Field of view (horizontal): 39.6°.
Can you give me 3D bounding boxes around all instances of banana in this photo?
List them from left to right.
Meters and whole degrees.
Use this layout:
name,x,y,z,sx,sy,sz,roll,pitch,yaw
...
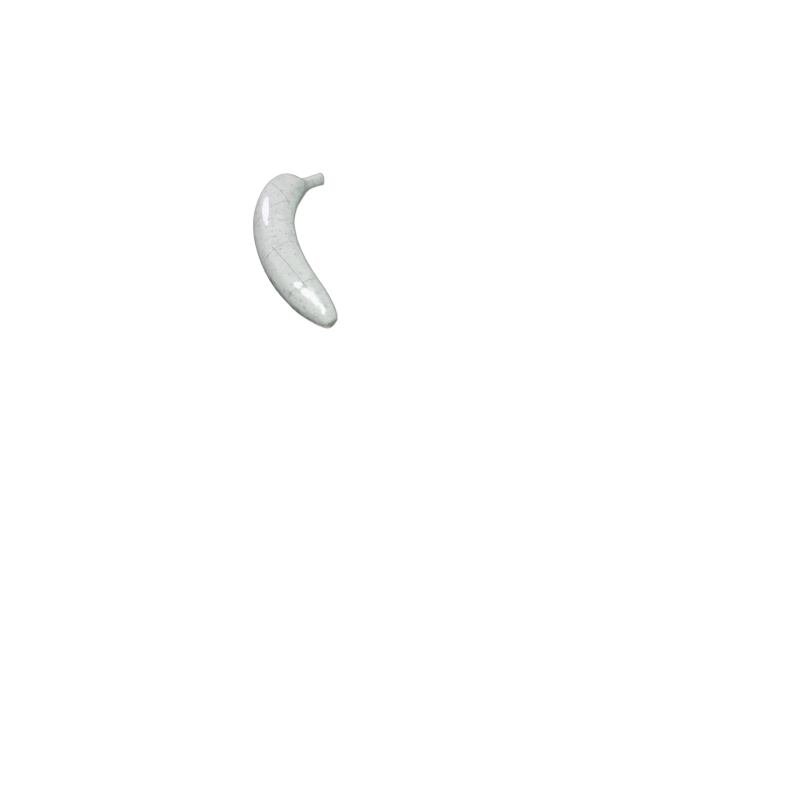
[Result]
name,x,y,z,sx,sy,sz,roll,pitch,yaw
banana,-0.096,-0.143,0.986,0.069,0.213,0.034,-4,-41,-4
